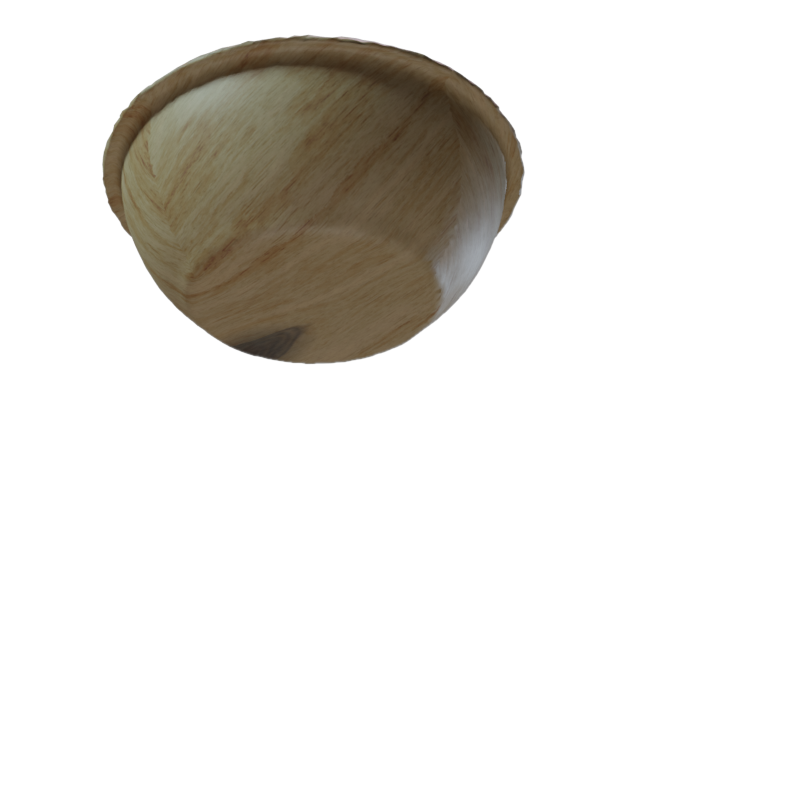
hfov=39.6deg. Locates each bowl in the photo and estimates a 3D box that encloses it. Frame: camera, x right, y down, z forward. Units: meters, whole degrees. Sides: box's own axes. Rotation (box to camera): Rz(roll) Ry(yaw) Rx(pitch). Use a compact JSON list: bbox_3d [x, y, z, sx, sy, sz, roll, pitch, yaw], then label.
[{"bbox_3d":[-0.032,-0.059,0.415,0.162,0.059,0.152,1,-30,-2],"label":"bowl"}]
